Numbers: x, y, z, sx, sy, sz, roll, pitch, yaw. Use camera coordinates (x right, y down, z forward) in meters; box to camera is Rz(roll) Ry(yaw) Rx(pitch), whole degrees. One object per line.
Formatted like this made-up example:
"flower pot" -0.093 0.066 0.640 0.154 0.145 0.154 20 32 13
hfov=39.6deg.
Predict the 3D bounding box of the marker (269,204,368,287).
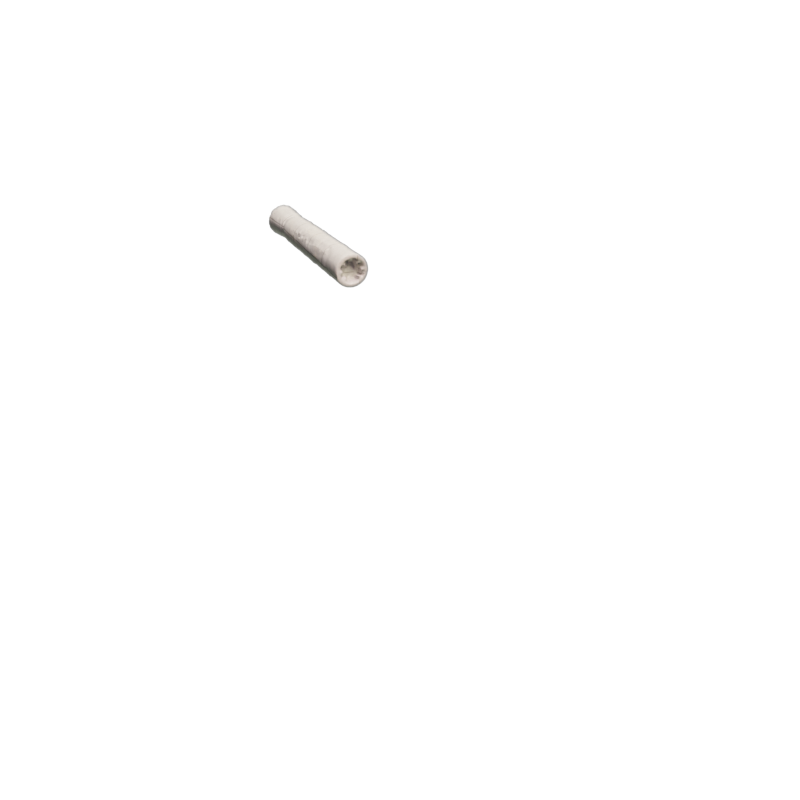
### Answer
"marker" -0.050 -0.091 0.637 0.019 0.019 0.129 -2 22 -24
